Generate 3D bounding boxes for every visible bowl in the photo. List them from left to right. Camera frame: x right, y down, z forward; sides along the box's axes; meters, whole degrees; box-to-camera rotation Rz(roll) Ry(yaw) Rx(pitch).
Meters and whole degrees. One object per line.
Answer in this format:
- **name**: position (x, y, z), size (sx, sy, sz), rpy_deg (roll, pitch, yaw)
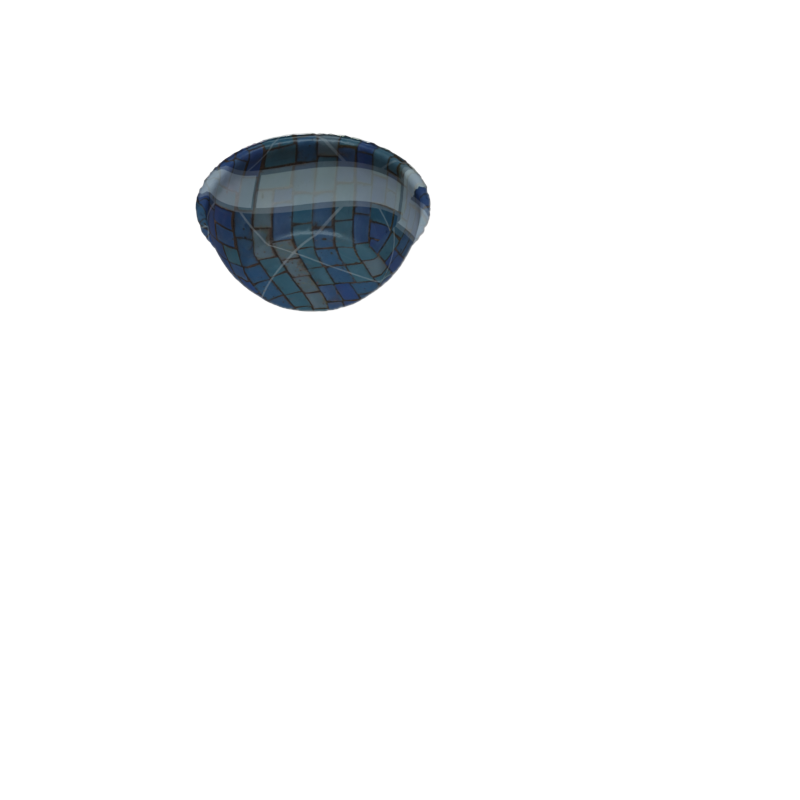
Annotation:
- **bowl**: position (-0.059, -0.107, 0.750), size (0.162, 0.059, 0.152), rpy_deg (1, -32, -2)
